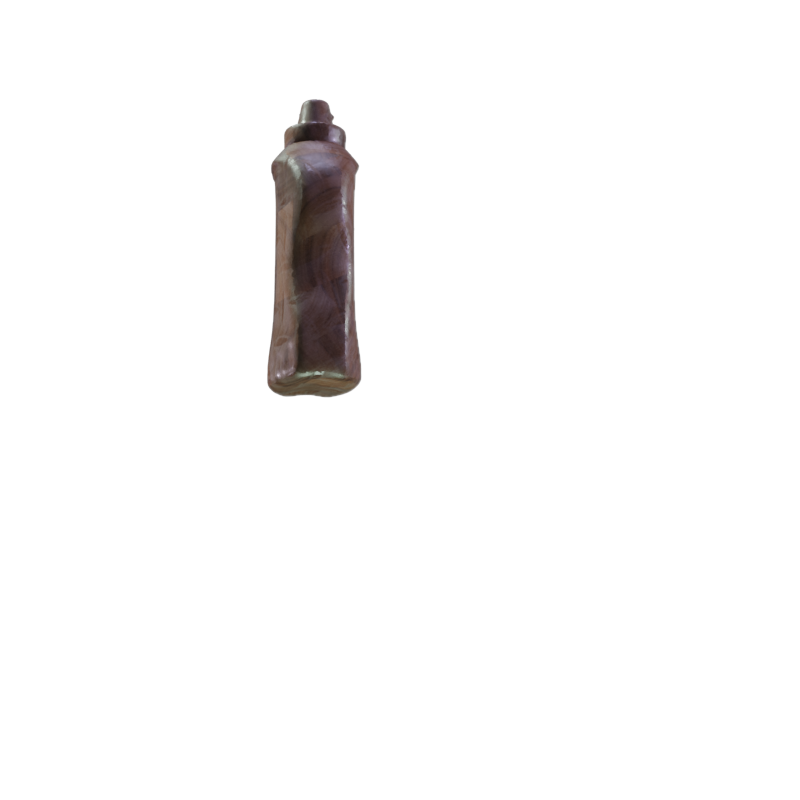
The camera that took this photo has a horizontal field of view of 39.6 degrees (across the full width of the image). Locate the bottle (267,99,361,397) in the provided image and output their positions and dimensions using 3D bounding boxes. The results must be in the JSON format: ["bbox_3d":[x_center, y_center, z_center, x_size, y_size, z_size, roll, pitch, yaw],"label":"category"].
[{"bbox_3d":[-0.055,-0.102,0.715,0.058,0.199,0.094,1,-14,-8],"label":"bottle"}]
